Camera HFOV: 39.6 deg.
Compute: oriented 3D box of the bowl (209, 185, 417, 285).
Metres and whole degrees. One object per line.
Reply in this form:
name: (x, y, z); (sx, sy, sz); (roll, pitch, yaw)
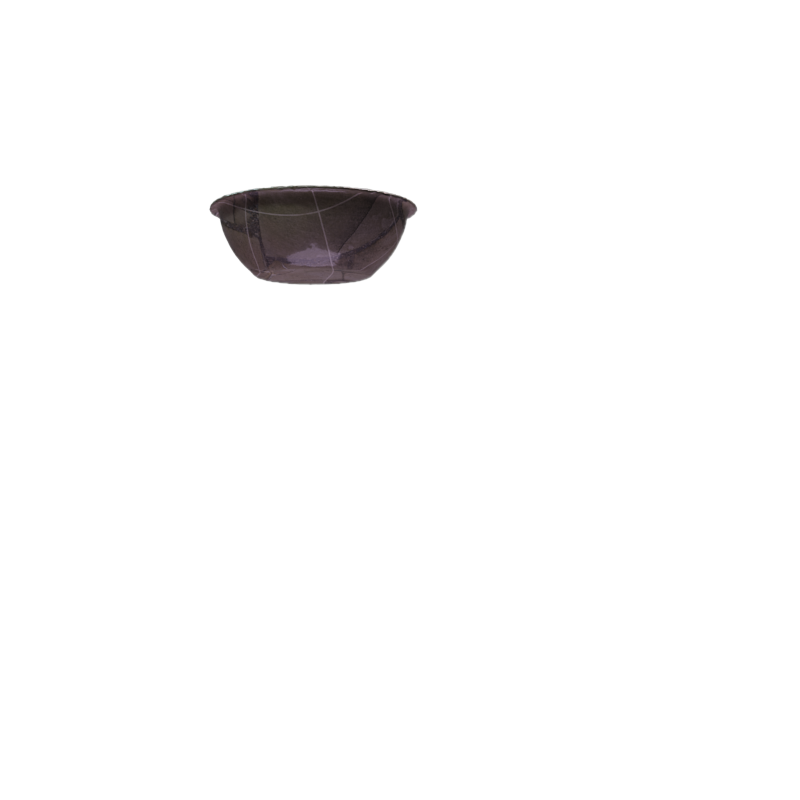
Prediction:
bowl: (-0.067, -0.123, 0.860); (0.162, 0.056, 0.160); (0, -4, -2)
